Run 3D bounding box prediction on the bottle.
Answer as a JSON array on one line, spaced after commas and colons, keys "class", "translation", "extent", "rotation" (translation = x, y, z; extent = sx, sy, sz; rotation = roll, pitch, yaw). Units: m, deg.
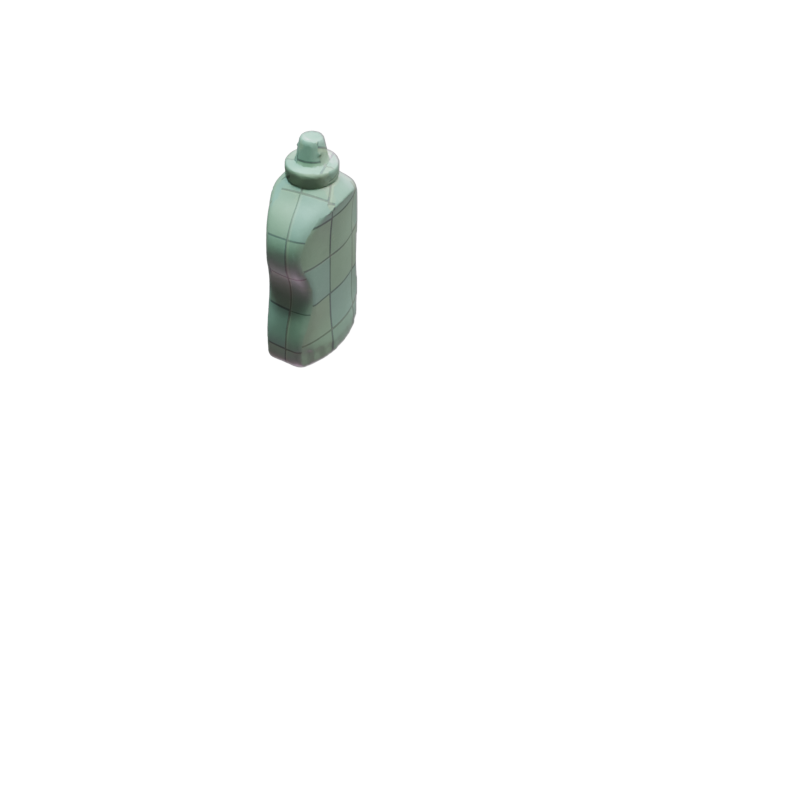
[{"class": "bottle", "translation": [-0.068, -0.124, 0.866], "extent": [0.061, 0.179, 0.098], "rotation": [22, 44, 21]}]
